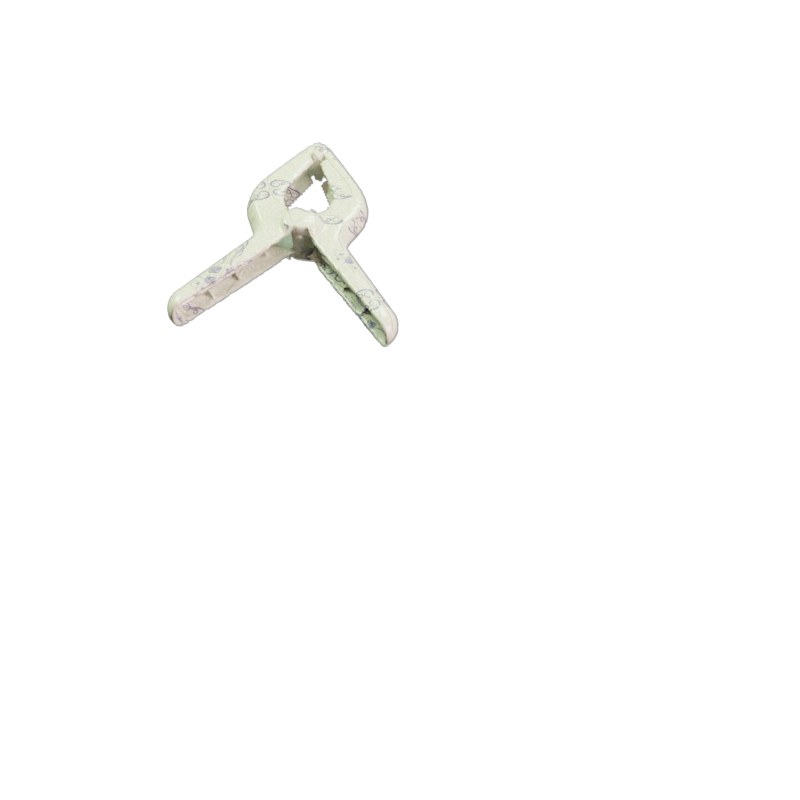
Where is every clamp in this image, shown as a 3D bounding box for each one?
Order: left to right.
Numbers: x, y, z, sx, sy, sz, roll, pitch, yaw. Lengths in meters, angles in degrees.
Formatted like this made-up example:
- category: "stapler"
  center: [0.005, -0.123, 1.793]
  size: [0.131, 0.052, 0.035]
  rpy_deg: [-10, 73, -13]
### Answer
- category: "clamp"
  center: [-0.066, -0.120, 0.844]
  size: [0.167, 0.221, 0.034]
  rpy_deg: [10, -43, 9]
